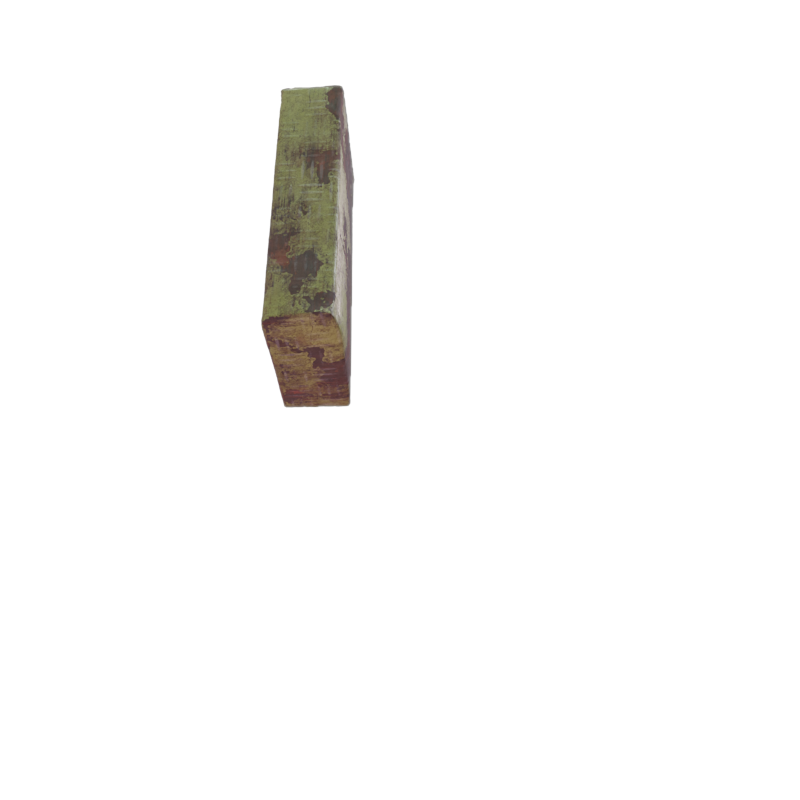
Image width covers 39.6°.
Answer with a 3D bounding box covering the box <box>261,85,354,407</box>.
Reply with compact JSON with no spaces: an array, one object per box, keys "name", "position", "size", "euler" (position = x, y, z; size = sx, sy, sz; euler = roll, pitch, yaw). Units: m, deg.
[{"name":"box","position":[-0.052,-0.095,0.666],"size":[0.048,0.189,0.087],"euler":[-4,-36,2]}]
